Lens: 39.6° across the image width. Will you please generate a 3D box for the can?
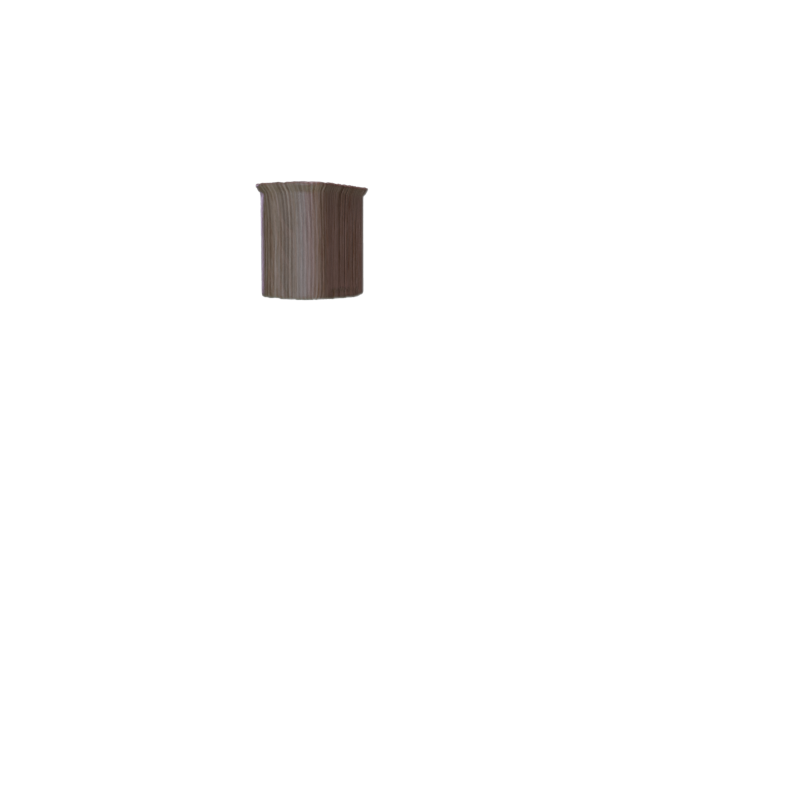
[{"bbox_3d":[-0.065,-0.118,0.825,0.059,0.084,0.099,1,4,23],"label":"can"}]
